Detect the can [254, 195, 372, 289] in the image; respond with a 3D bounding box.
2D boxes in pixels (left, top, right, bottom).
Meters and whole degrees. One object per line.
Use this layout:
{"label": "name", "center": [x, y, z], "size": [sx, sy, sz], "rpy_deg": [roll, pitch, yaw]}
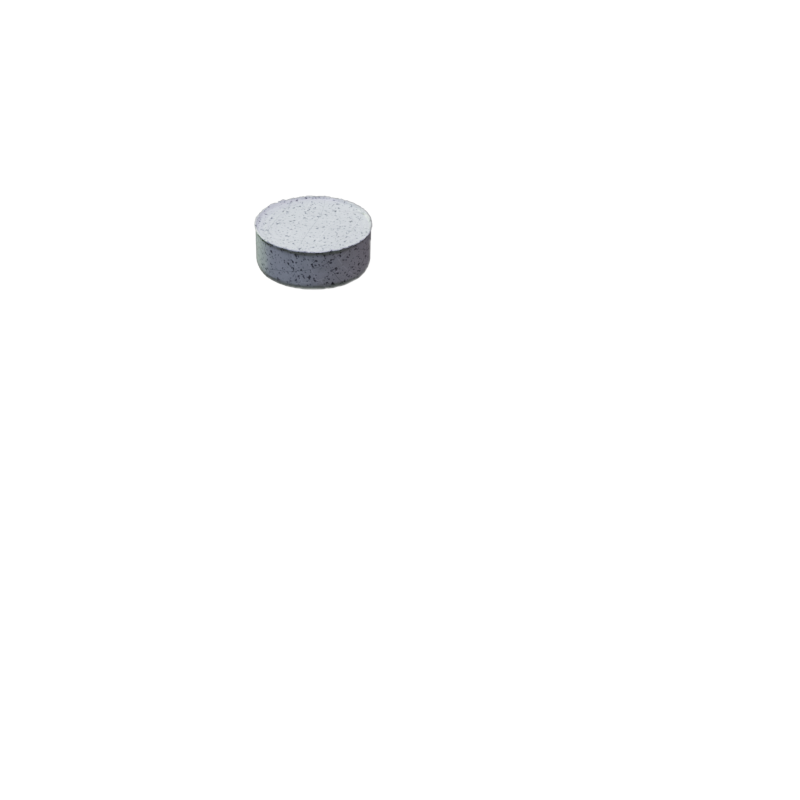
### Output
{"label": "can", "center": [-0.064, -0.116, 0.813], "size": [0.086, 0.031, 0.092], "rpy_deg": [-1, 35, -2]}
